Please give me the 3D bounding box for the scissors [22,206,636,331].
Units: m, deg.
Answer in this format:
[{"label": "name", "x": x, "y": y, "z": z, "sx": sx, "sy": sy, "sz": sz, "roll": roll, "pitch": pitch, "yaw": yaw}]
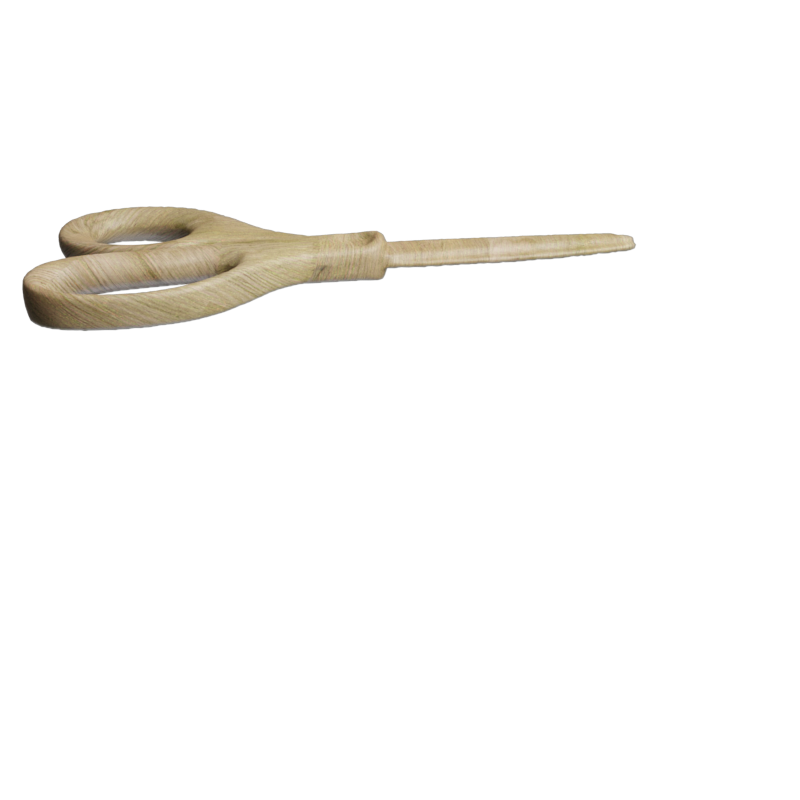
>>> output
[{"label": "scissors", "x": -0.030, "y": -0.055, "z": 0.383, "sx": 0.198, "sy": 0.015, "sz": 0.103, "roll": -12, "pitch": 29, "yaw": -22}]
